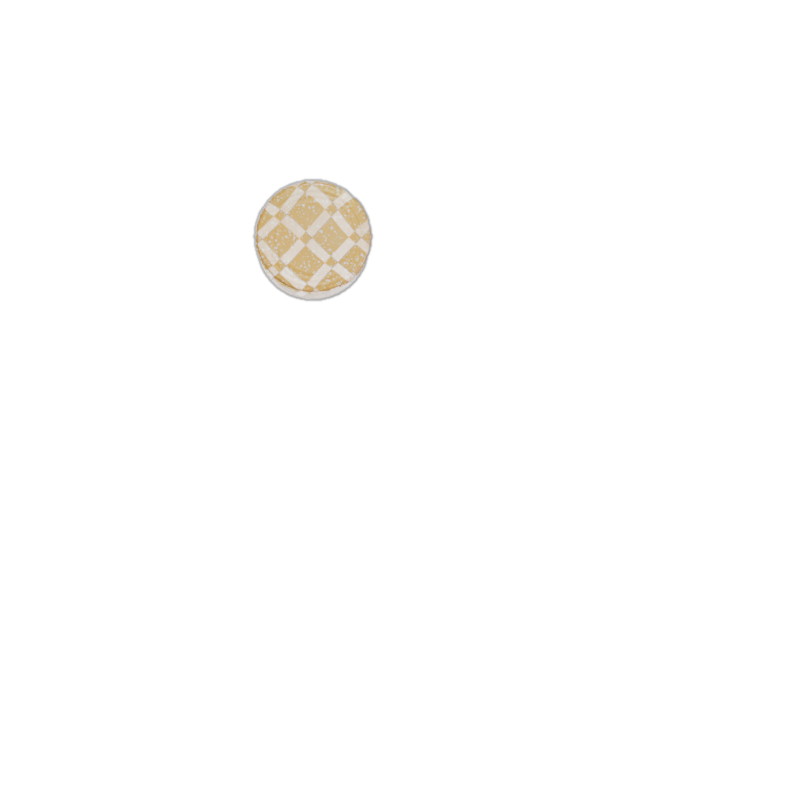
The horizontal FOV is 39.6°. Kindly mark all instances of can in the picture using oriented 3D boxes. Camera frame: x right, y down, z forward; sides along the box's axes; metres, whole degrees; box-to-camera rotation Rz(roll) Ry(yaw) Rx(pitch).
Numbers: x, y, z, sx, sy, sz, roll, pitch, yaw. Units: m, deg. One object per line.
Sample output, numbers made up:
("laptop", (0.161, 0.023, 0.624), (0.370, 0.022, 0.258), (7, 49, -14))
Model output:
("can", (-0.065, -0.118, 0.826), (0.086, 0.089, 0.032), (0, -13, -1))
